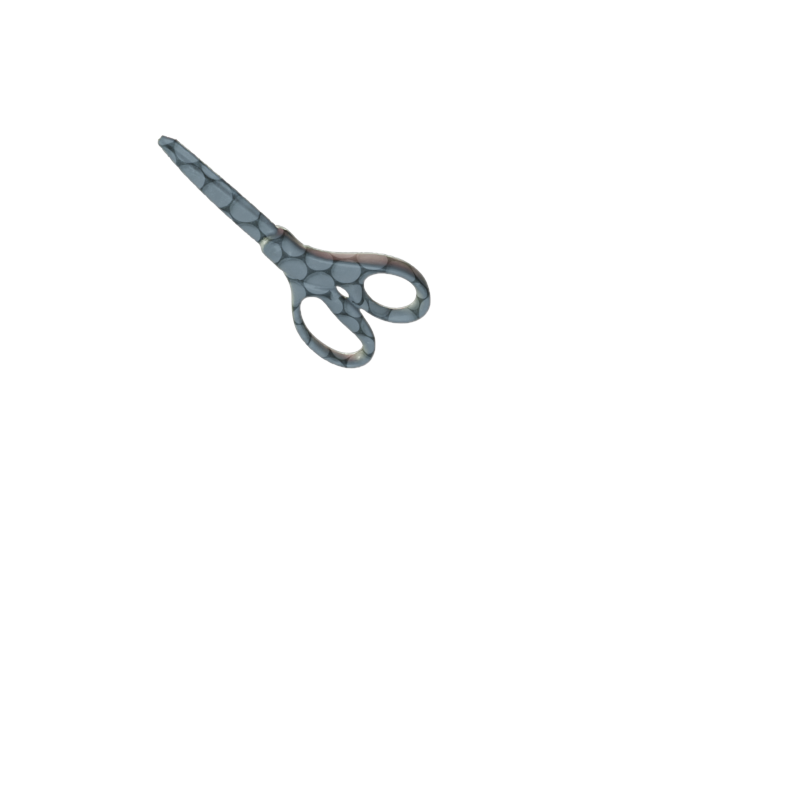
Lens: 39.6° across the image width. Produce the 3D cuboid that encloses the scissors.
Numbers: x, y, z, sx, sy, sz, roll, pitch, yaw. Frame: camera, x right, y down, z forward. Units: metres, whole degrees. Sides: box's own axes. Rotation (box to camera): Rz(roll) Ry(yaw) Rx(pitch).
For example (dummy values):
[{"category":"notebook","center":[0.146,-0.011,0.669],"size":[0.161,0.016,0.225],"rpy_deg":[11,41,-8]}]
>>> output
[{"category":"scissors","center":[-0.051,-0.093,0.650],"size":[0.097,0.187,0.017],"rpy_deg":[-18,39,16]}]
